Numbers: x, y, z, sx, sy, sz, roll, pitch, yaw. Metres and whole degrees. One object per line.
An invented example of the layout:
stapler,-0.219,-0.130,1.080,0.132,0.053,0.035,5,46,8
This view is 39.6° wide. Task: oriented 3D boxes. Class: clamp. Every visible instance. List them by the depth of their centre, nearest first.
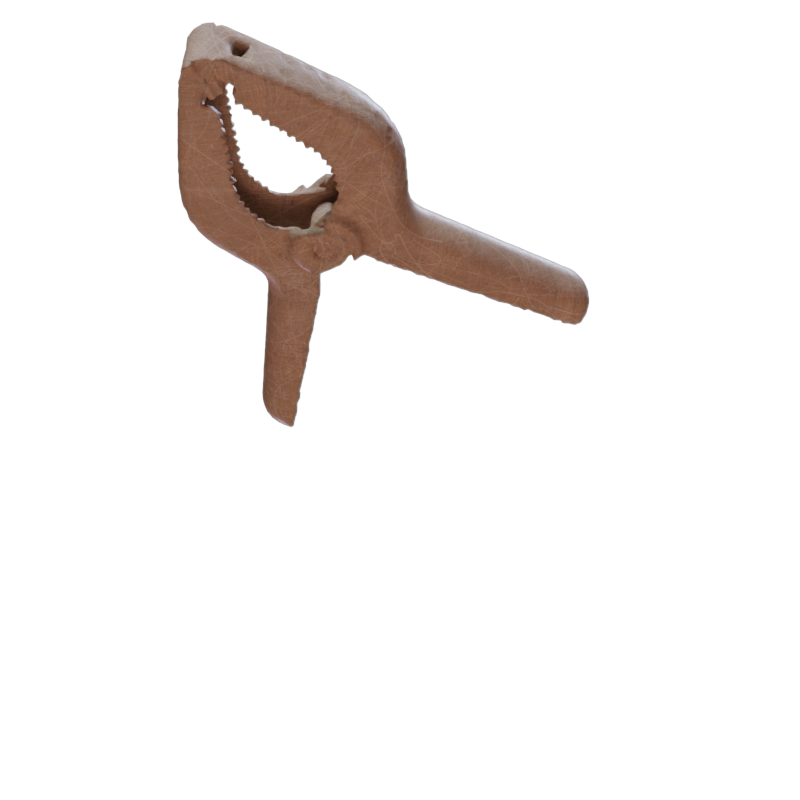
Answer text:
clamp,-0.037,-0.068,0.477,0.164,0.039,0.195,-27,-52,24
